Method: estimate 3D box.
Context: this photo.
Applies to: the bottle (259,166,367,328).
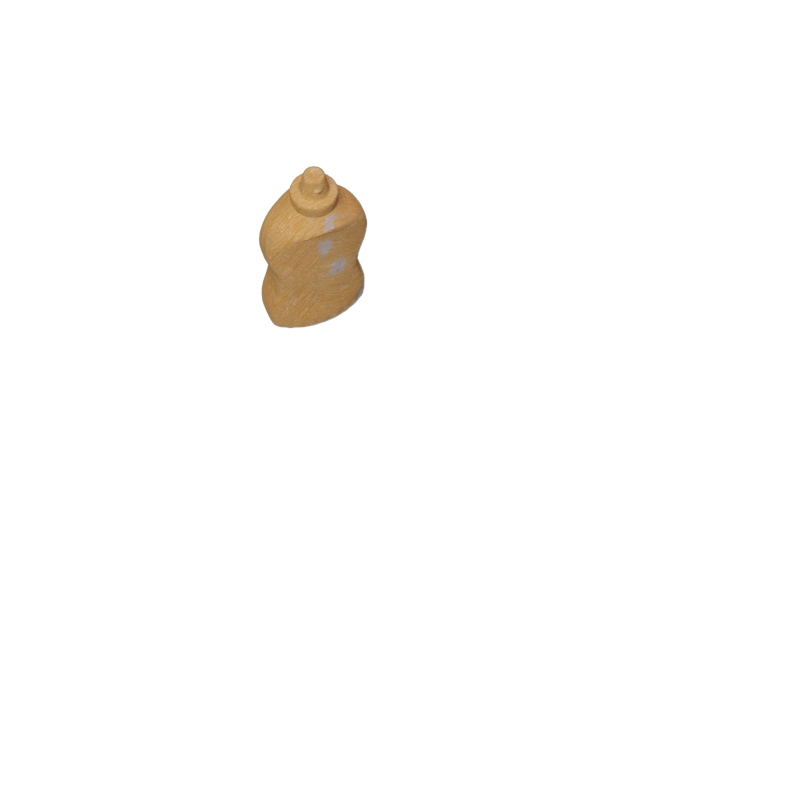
[{"bbox_3d":[-0.077,-0.140,0.982,0.095,0.063,0.180,-18,-28,-14],"label":"bottle"}]
